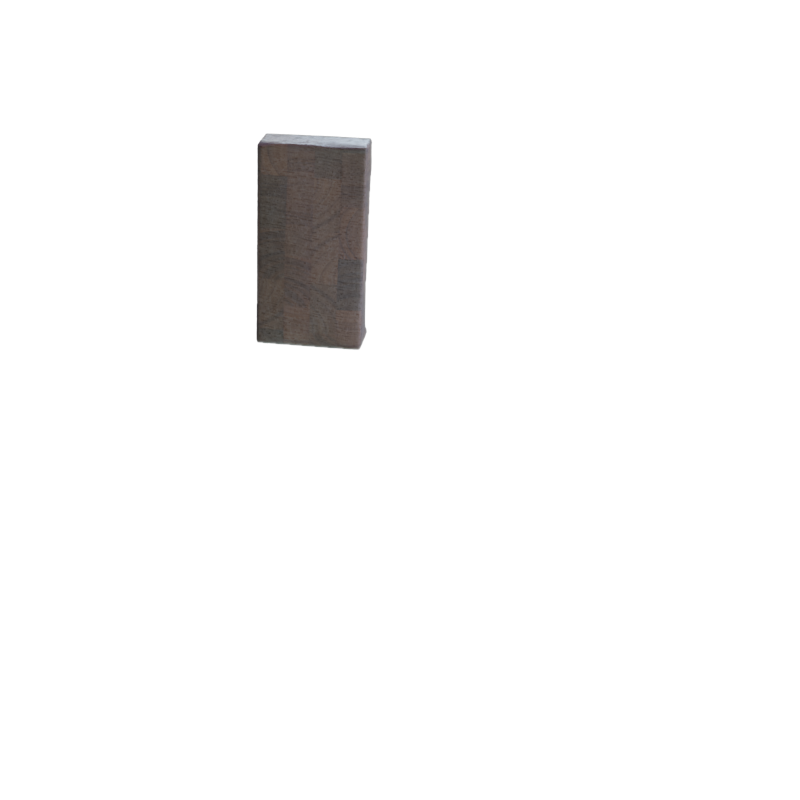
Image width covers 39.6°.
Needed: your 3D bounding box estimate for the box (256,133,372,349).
[{"bbox_3d":[-0.073,-0.133,0.936,0.094,0.168,0.050,4,21,7],"label":"box"}]
